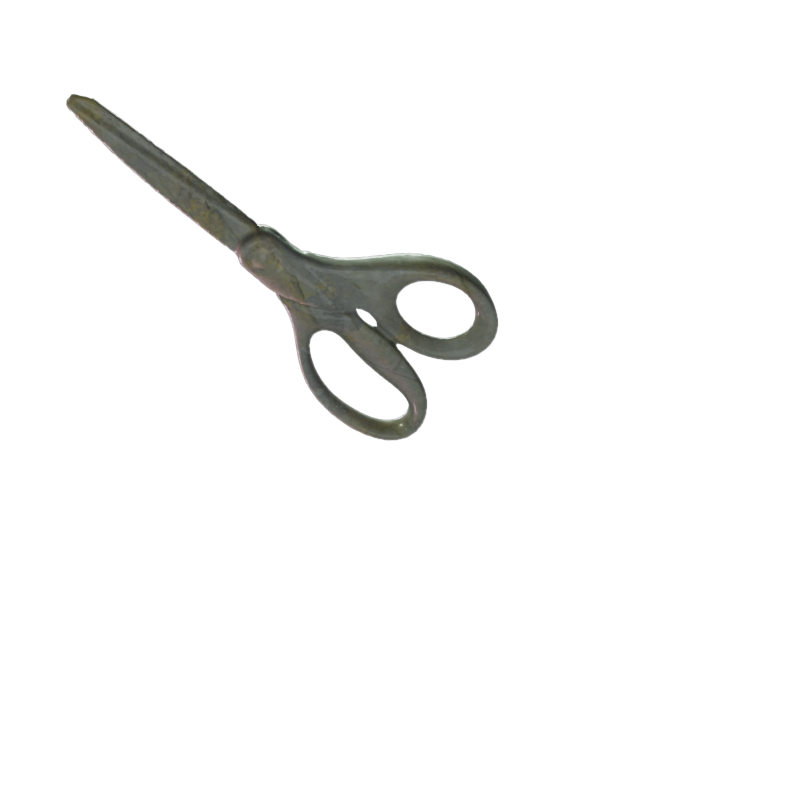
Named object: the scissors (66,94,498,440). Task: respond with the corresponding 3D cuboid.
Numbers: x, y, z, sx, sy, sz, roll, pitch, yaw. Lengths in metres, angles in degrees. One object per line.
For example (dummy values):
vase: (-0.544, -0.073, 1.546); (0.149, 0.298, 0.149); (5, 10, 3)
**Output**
scissors: (-0.035, -0.064, 0.446); (0.096, 0.190, 0.017); (-29, 25, 15)
